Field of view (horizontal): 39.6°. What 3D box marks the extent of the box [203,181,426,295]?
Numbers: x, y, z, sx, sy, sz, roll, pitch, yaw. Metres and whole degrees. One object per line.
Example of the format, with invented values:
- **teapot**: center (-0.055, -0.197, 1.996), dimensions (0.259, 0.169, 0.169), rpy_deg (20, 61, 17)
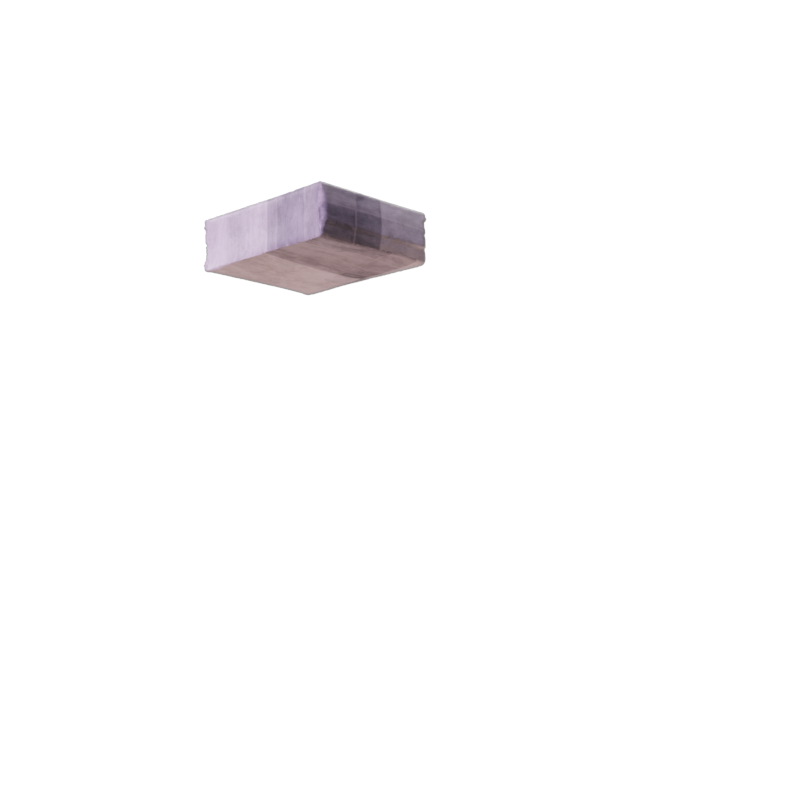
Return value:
- **box**: center (-0.054, -0.099, 0.691), dimensions (0.116, 0.040, 0.085), rpy_deg (-11, -16, 44)
